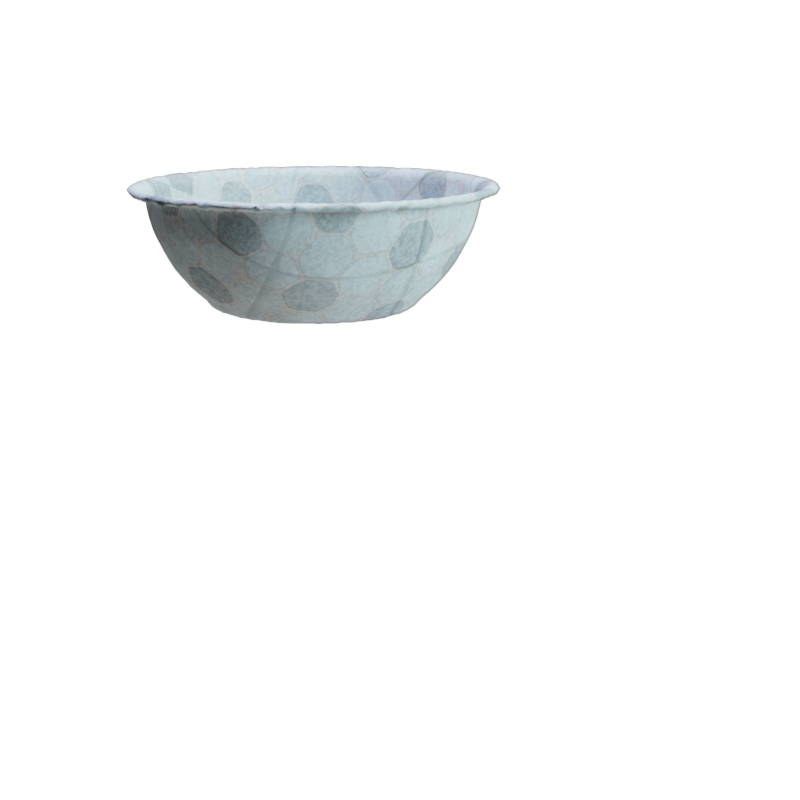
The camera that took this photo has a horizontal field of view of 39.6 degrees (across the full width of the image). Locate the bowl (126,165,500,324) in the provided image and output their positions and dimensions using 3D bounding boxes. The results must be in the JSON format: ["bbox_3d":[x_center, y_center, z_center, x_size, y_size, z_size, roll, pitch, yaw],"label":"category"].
[{"bbox_3d":[-0.038,-0.070,0.491,0.162,0.053,0.167,-1,16,-2],"label":"bowl"}]
